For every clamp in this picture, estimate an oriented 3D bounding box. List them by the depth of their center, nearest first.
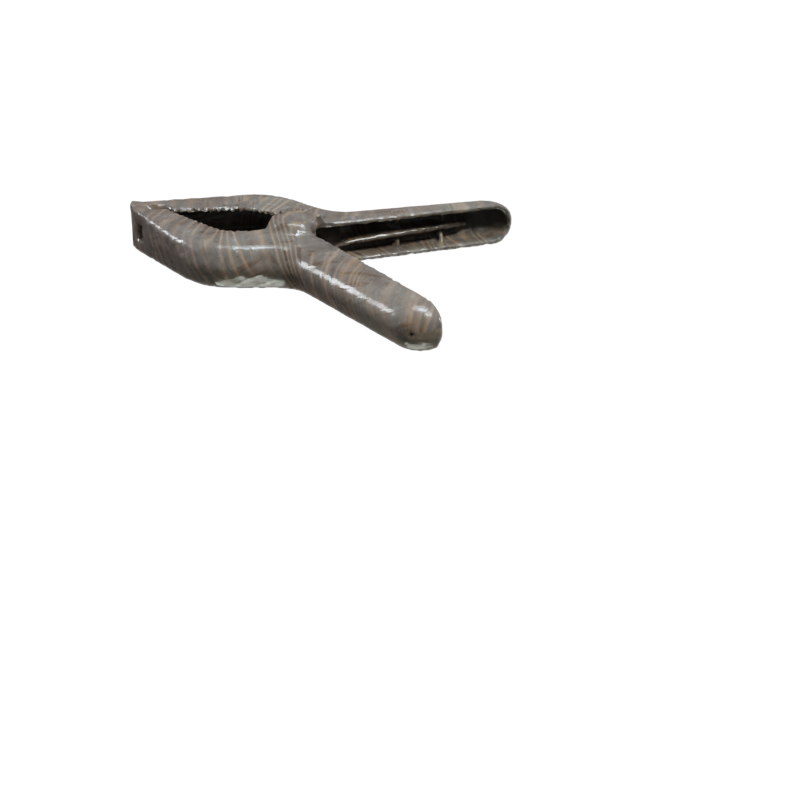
[{"bbox_3d":[-0.048,-0.087,0.607,0.218,0.034,0.167,13,30,23],"label":"clamp"}]
